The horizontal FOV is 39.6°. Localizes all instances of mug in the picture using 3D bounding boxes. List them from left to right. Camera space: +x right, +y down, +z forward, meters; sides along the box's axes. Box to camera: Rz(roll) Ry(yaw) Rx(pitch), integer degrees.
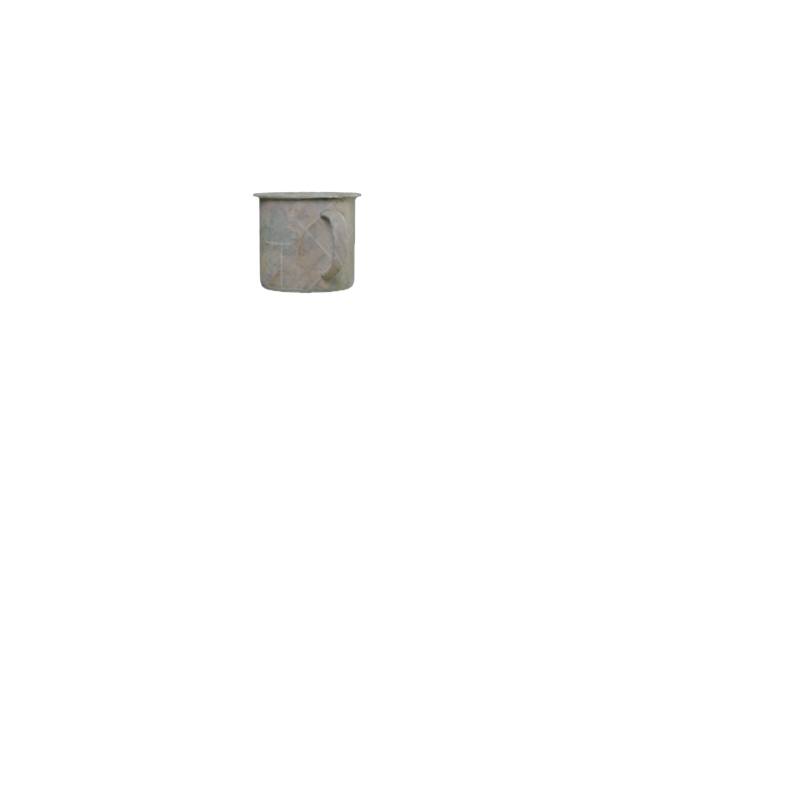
[{"bbox_3d":[-0.073,-0.134,0.937,0.090,0.080,0.123,-5,11,-29],"label":"mug"}]
